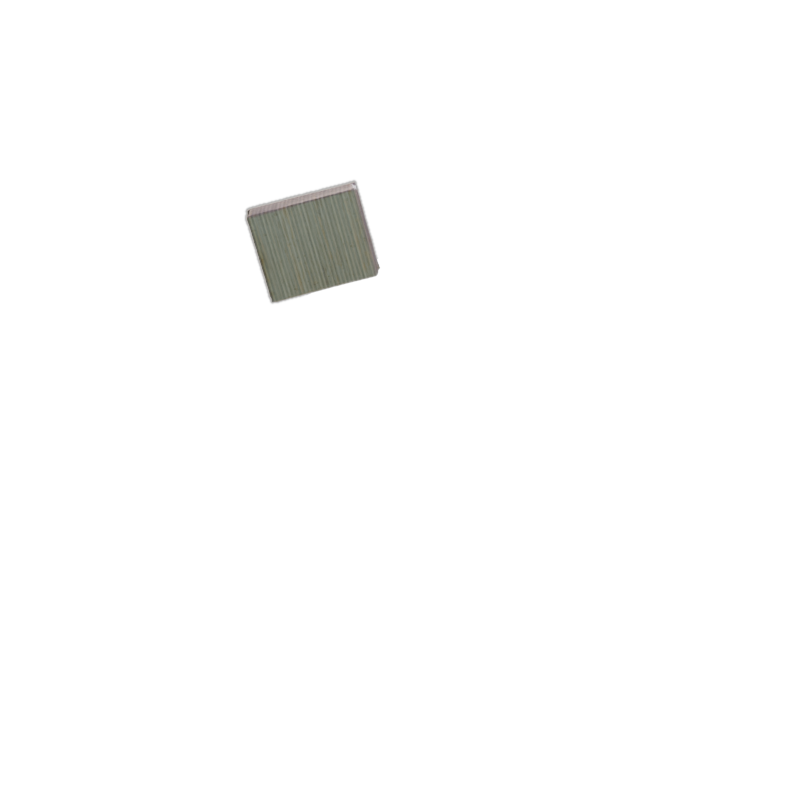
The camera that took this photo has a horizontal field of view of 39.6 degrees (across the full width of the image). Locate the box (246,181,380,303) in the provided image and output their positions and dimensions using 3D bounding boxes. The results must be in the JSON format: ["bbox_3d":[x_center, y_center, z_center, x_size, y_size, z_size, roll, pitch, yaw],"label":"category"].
[{"bbox_3d":[-0.068,-0.123,0.864,0.089,0.070,0.031,-15,17,4],"label":"box"}]
